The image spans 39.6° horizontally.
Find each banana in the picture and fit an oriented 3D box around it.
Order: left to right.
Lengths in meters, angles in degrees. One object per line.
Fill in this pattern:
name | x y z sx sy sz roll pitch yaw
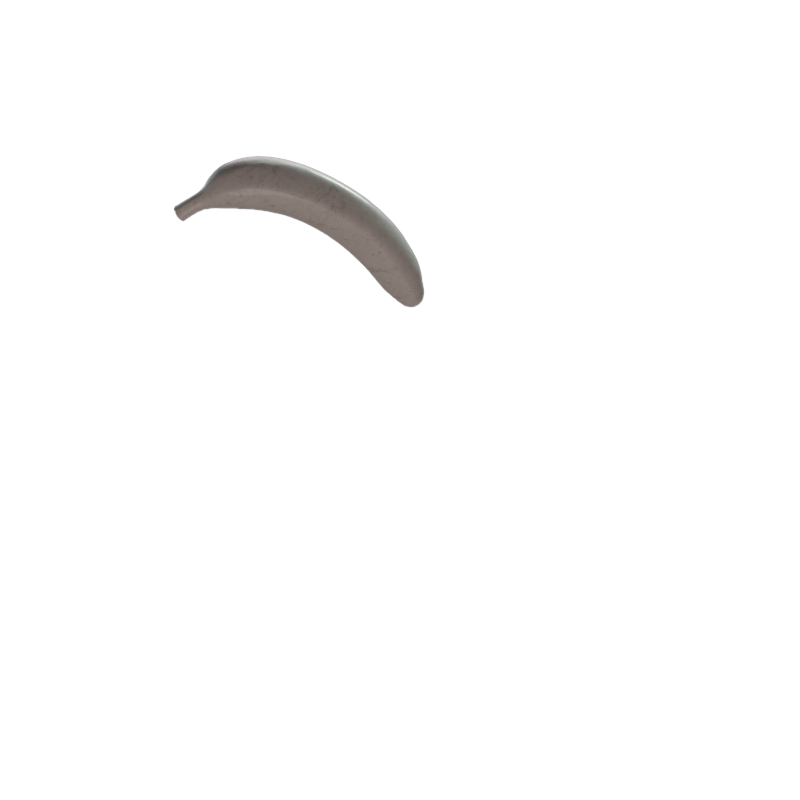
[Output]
banana | -0.056 -0.126 0.784 0.191 0.039 0.067 21 -51 -18
